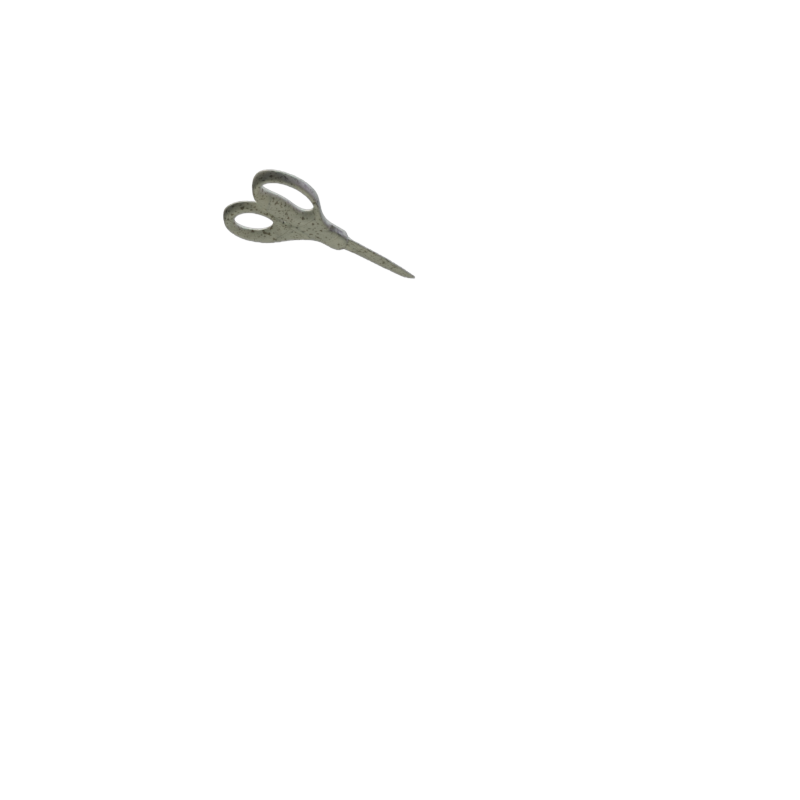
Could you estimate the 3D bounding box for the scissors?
[{"bbox_3d":[-0.077,-0.141,0.988,0.097,0.017,0.187,-18,-35,27],"label":"scissors"}]
